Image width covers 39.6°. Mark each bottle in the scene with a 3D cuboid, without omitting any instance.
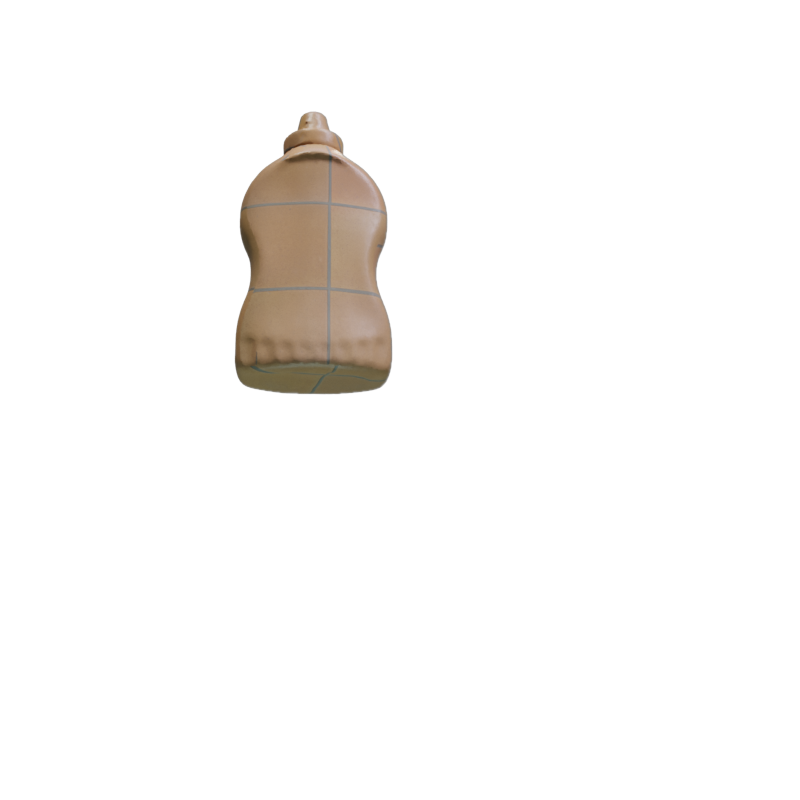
[{"bbox_3d":[-0.056,-0.102,0.718,0.096,0.203,0.055,-1,-25,-2],"label":"bottle"}]
